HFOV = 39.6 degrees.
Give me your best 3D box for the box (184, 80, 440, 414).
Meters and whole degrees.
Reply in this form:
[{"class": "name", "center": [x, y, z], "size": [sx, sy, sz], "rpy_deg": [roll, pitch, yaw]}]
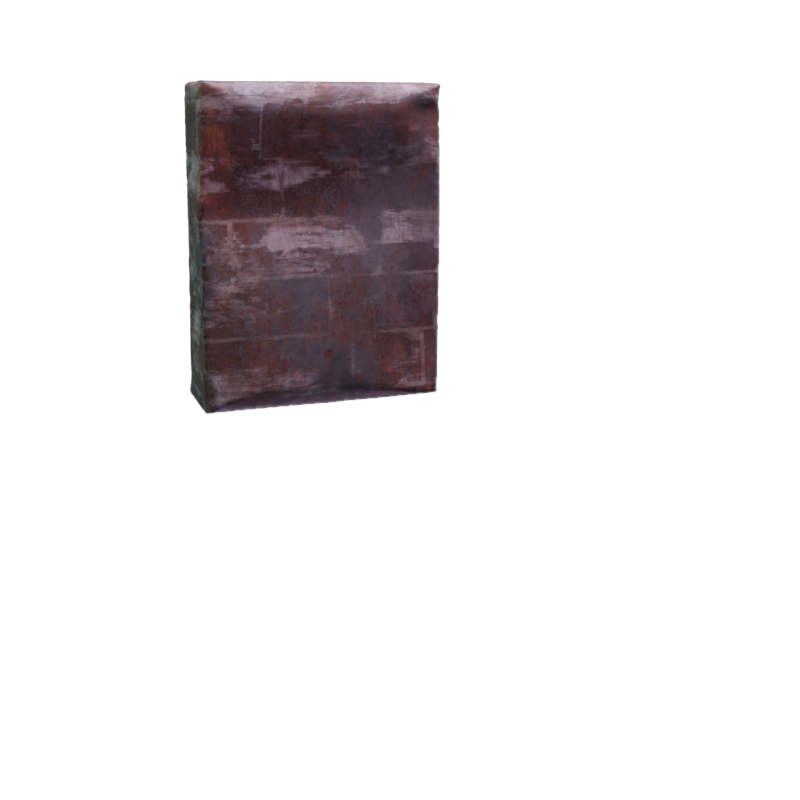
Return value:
[{"class": "box", "center": [-0.058, -0.106, 0.744], "size": [0.161, 0.210, 0.075], "rpy_deg": [-3, 9, -17]}]
